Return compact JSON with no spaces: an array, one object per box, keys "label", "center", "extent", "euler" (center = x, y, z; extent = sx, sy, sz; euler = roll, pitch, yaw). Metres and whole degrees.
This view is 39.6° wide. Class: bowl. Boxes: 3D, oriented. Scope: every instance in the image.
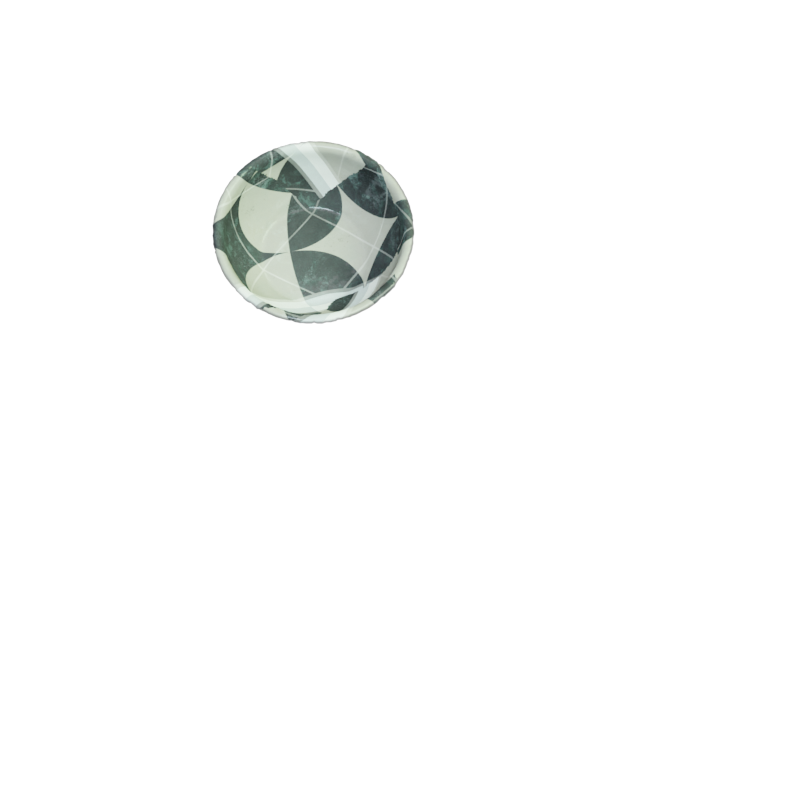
[{"label":"bowl","center":[-0.071,-0.130,0.911],"extent":[0.162,0.171,0.052],"euler":[-1,-23,-1]}]
